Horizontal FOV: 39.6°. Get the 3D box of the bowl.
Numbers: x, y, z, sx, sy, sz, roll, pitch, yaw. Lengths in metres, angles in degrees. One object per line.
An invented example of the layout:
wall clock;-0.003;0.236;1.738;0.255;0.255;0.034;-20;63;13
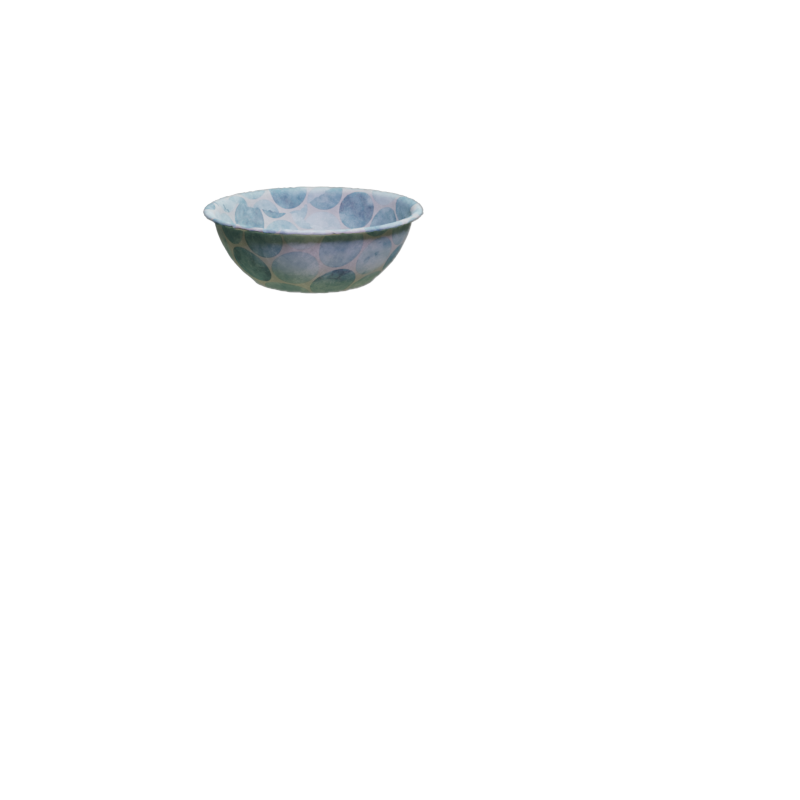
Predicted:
bowl;-0.064;-0.117;0.822;0.162;0.053;0.169;-1;20;-2
